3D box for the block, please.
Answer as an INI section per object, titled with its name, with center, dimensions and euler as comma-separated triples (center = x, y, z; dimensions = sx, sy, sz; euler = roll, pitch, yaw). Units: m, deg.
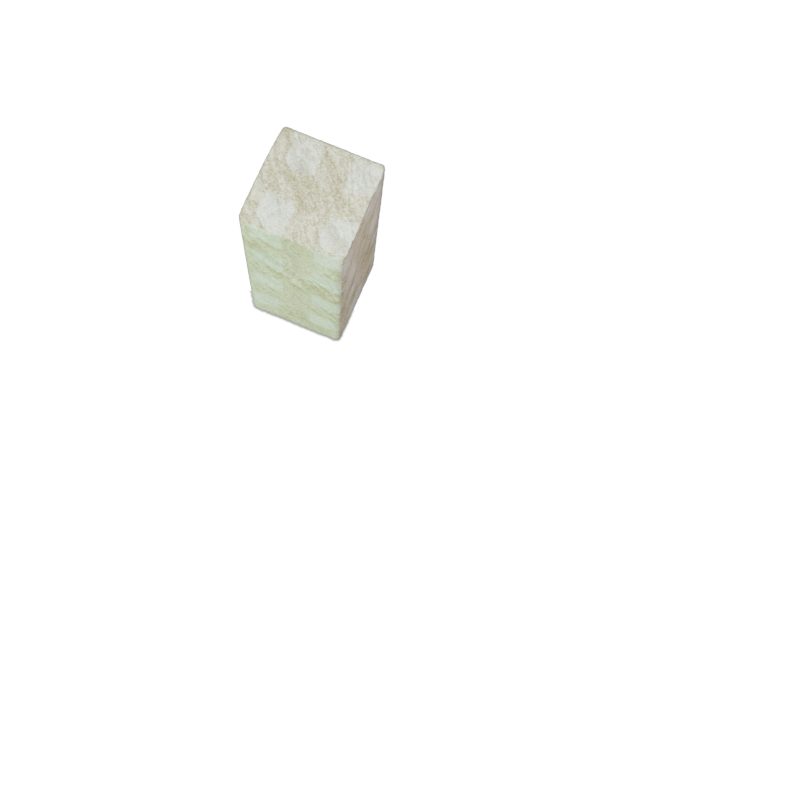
[block]
center = -0.074, -0.134, 0.945
dimensions = 0.092, 0.093, 0.198
euler = 23, -16, 3
